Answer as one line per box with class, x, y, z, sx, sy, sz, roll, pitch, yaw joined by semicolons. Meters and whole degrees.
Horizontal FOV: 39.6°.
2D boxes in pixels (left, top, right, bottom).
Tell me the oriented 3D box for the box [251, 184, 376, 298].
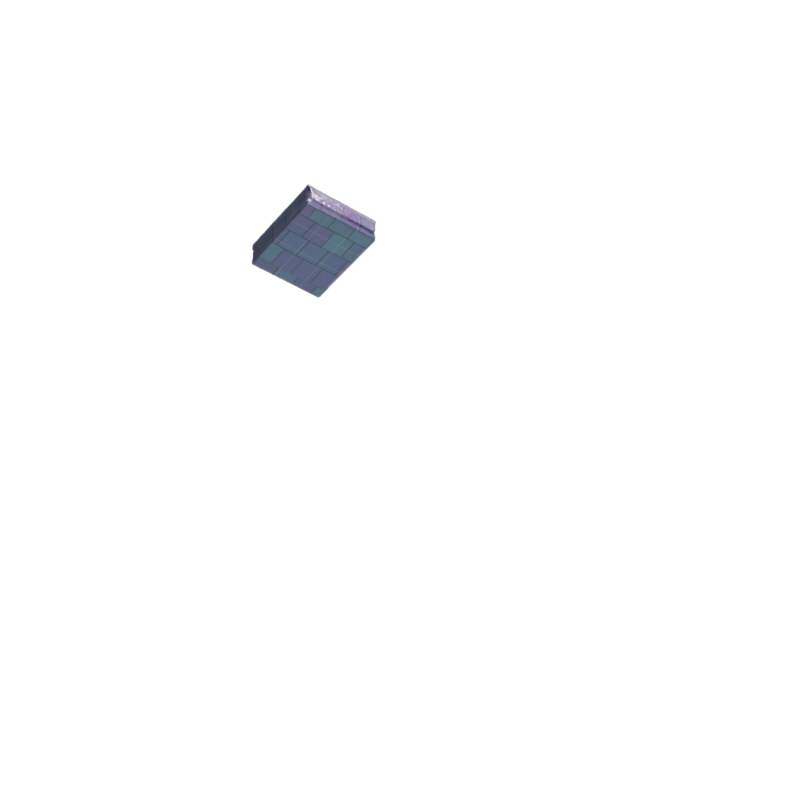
box;-0.076;-0.138;0.967;0.069;0.032;0.087;27;-50;-26
